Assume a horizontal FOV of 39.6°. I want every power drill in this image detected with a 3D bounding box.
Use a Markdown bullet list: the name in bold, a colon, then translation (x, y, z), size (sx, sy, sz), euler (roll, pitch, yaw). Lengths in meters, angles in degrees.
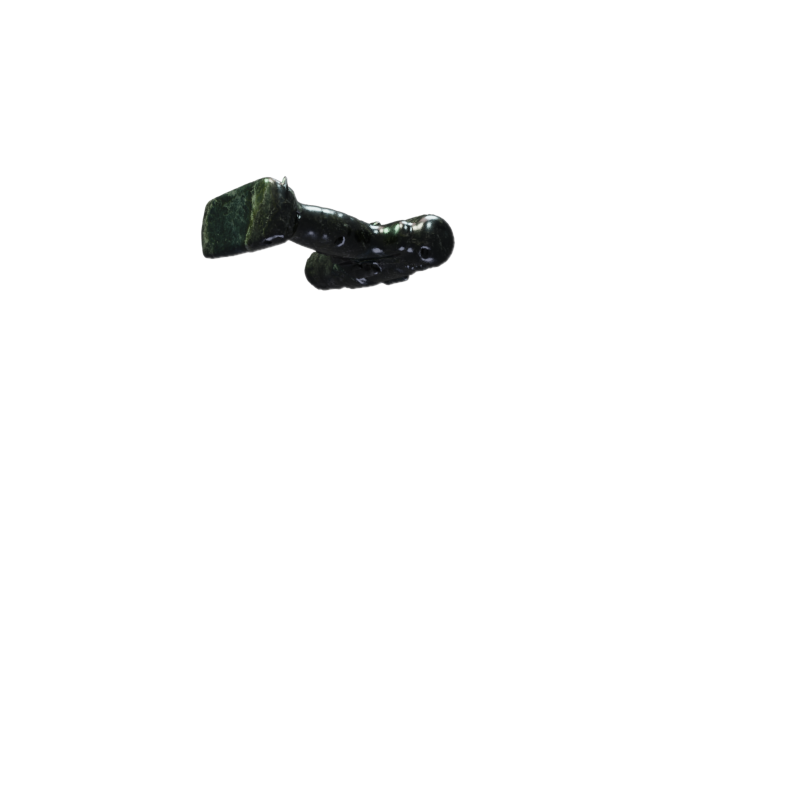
- **power drill**: translation (-0.076, -0.138, 0.965), size (0.179, 0.059, 0.188), euler (7, -11, -39)
